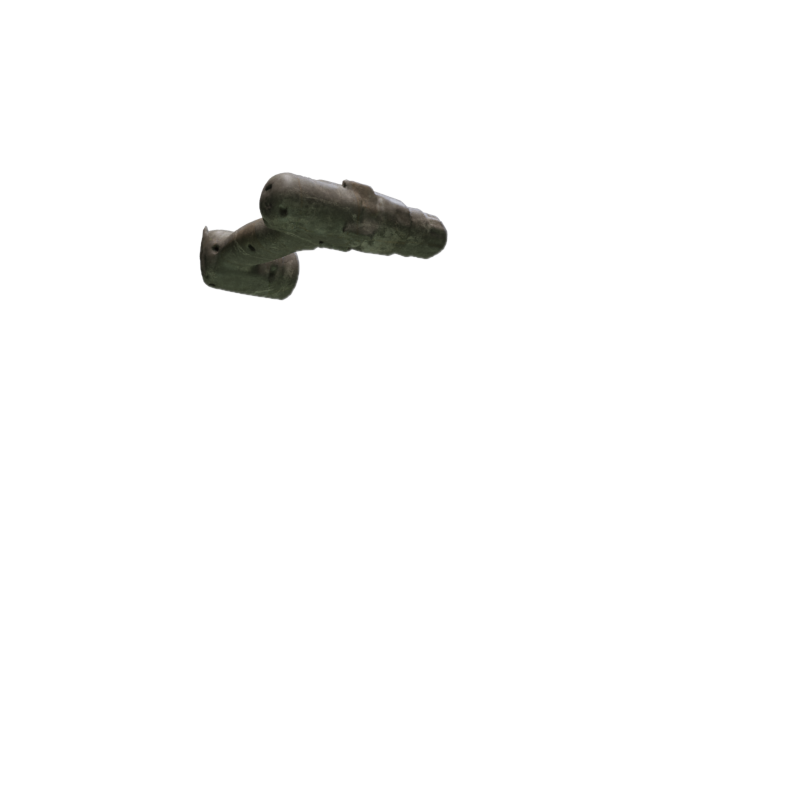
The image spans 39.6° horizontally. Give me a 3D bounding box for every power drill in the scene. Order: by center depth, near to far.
[{"bbox_3d":[-0.077,-0.141,0.985,0.175,0.060,0.189,12,-19,-36],"label":"power drill"}]
